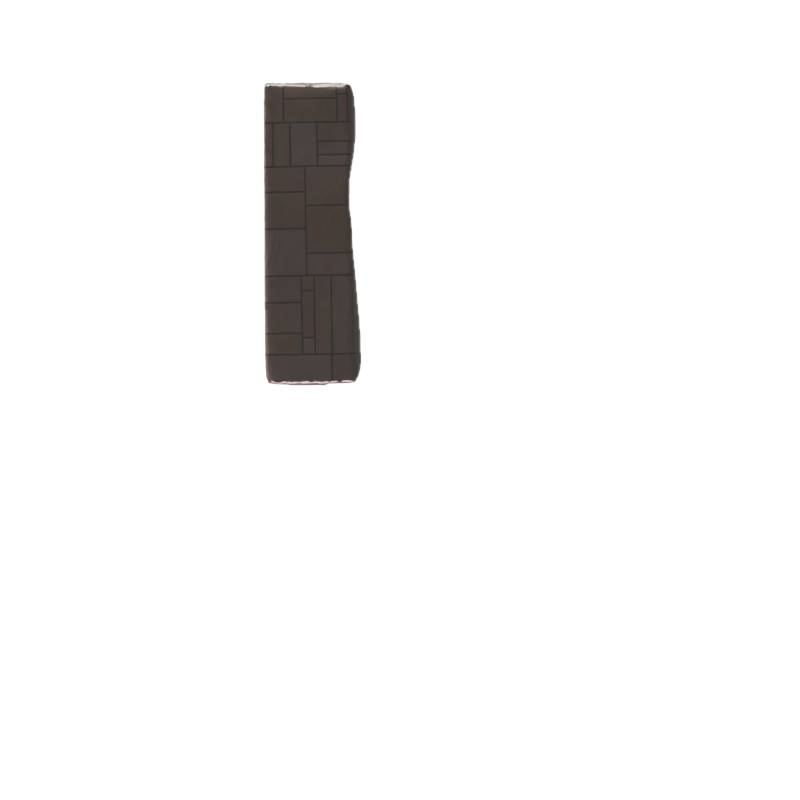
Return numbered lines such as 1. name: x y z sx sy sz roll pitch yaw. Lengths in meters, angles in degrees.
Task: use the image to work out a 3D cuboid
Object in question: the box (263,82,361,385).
1. box: -0.067 -0.122 0.855 0.072 0.216 0.163 0 -2 -3
